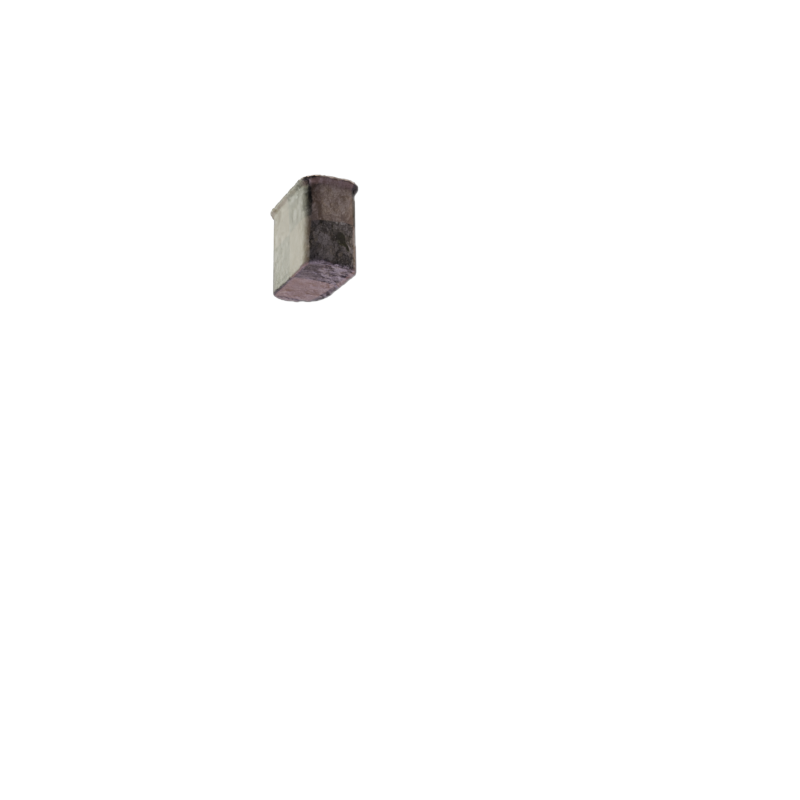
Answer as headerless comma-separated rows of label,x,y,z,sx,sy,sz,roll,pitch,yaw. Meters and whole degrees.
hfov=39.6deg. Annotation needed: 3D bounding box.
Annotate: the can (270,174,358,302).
can,-0.078,-0.142,0.997,0.055,0.088,0.101,9,-22,-25
